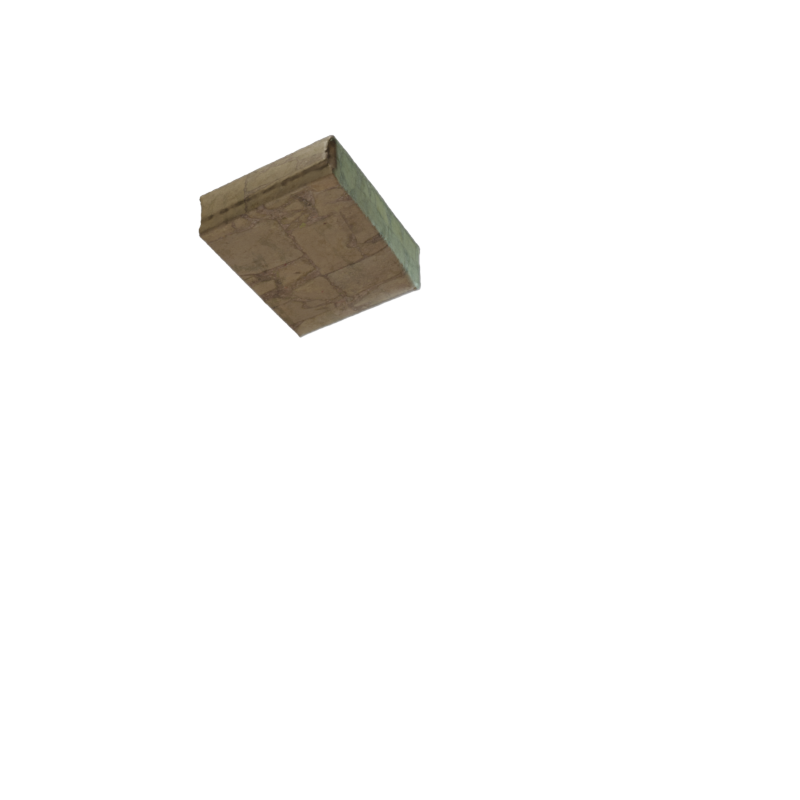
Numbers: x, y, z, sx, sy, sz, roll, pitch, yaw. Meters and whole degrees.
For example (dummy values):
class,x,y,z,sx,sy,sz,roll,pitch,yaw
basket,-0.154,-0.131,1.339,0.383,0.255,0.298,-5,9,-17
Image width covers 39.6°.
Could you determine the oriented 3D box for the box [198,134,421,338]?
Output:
class,x,y,z,sx,sy,sz,roll,pitch,yaw
box,-0.051,-0.093,0.650,0.090,0.042,0.105,-20,-45,21
